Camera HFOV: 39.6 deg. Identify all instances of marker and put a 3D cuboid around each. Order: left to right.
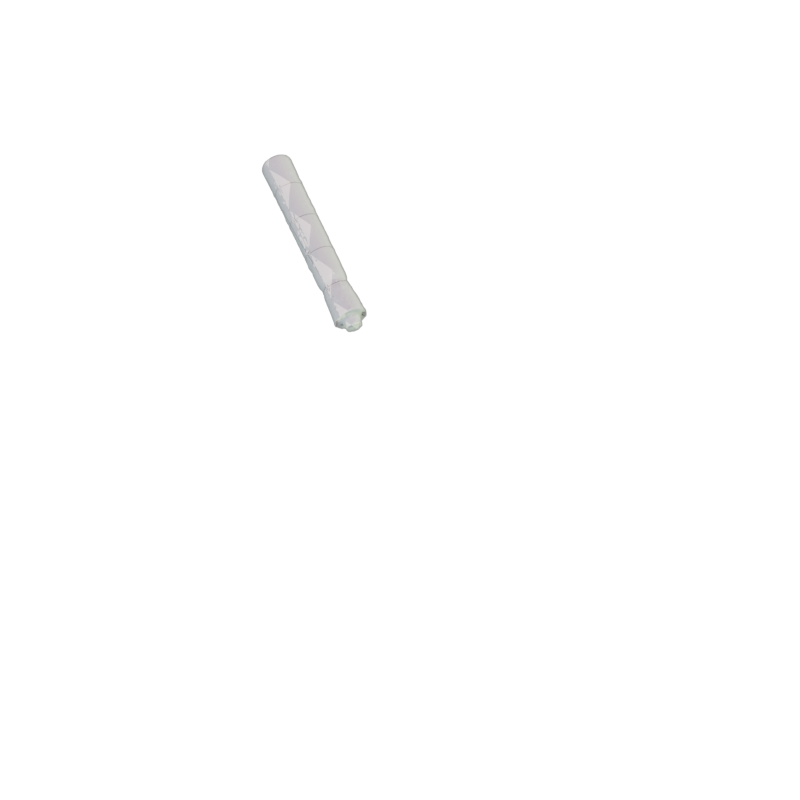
[{"bbox_3d":[-0.049,-0.089,0.623,0.020,0.130,0.018,-18,-31,-13],"label":"marker"}]
